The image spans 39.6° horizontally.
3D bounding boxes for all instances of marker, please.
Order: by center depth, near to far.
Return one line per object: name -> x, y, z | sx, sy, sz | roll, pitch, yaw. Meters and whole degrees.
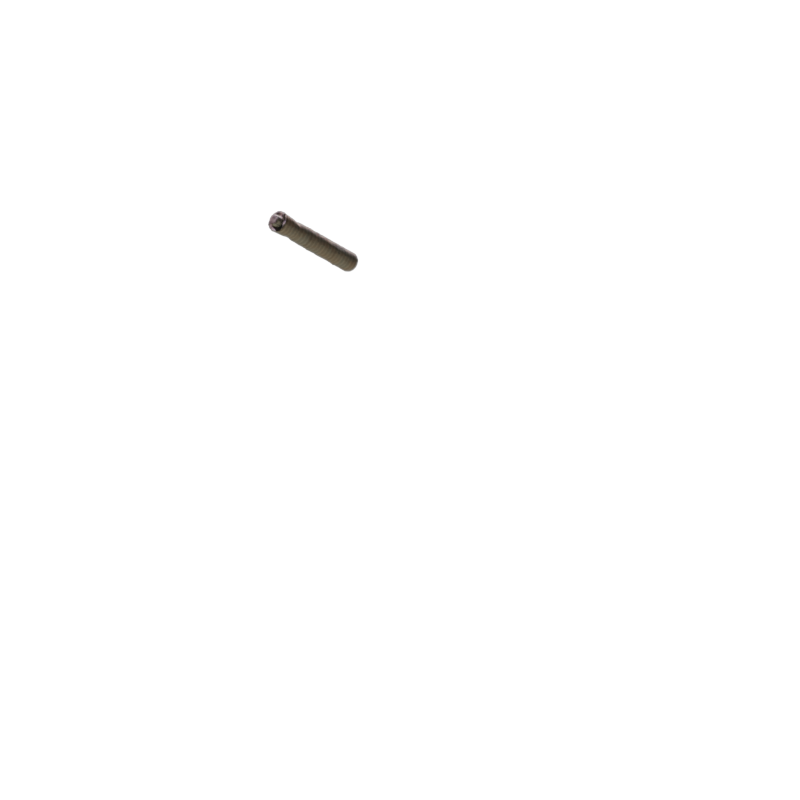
marker -> -0.076, -0.139, 0.973 | 0.020, 0.020, 0.113 | 3, -11, 33
